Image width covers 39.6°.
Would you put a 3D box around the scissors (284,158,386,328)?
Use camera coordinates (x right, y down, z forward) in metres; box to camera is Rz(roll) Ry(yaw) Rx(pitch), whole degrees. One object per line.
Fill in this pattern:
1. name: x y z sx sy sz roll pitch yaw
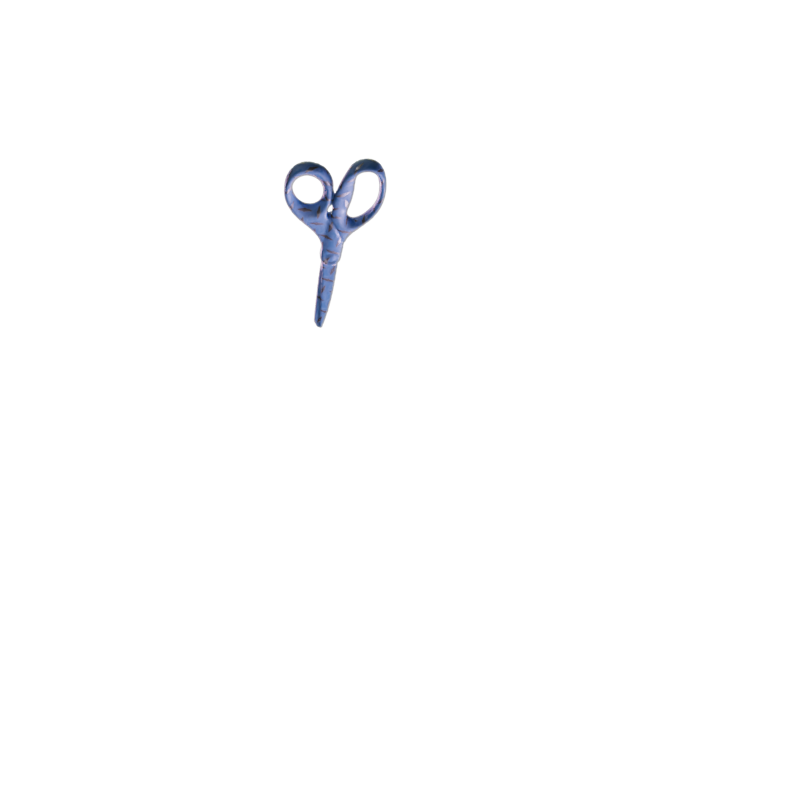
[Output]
1. scissors: -0.078 -0.142 0.991 0.093 0.017 0.194 18 -47 -18
